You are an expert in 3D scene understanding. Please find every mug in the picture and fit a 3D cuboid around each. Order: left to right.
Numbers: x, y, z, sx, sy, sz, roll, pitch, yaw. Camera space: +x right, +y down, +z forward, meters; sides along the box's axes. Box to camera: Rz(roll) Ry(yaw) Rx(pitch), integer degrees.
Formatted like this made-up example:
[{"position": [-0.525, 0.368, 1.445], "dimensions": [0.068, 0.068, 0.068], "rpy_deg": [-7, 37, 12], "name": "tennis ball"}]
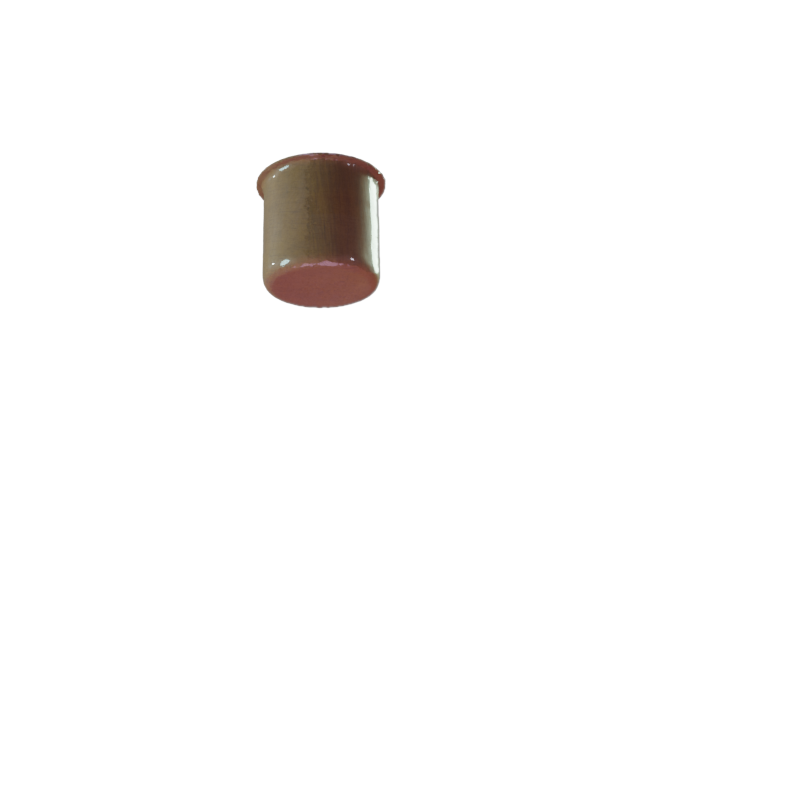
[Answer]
[{"position": [-0.062, -0.113, 0.789], "dimensions": [0.089, 0.086, 0.116], "rpy_deg": [12, -24, -28], "name": "mug"}]
